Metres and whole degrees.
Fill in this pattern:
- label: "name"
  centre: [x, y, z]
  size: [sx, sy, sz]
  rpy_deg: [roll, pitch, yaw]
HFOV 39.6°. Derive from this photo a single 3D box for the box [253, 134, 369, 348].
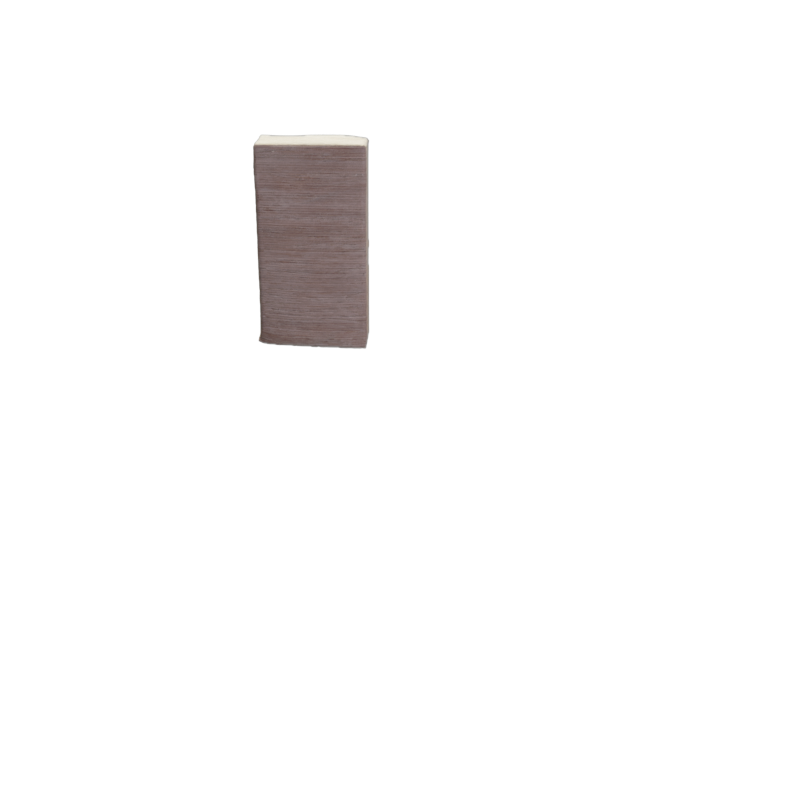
- label: "box"
  centre: [-0.072, -0.132, 0.924]
  size: [0.094, 0.169, 0.050]
  rpy_deg: [3, 17, 5]
